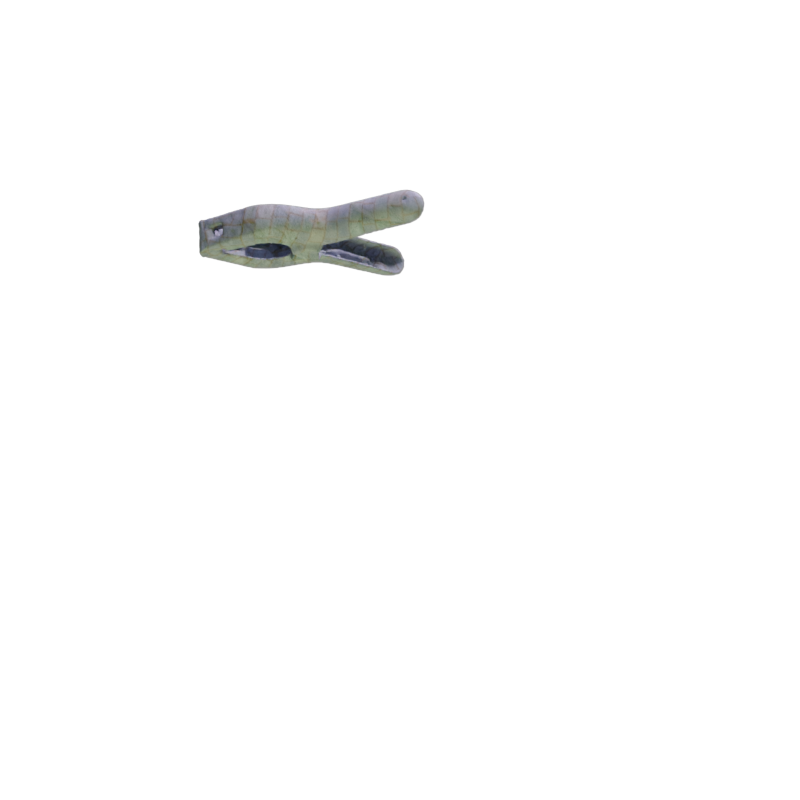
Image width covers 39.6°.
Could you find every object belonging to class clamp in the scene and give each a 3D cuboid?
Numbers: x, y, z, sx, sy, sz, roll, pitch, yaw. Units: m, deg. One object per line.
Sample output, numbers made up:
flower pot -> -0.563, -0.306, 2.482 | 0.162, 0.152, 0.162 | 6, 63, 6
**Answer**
clamp -> -0.067, -0.123, 0.860 | 0.172, 0.042, 0.113 | -2, -25, 3
